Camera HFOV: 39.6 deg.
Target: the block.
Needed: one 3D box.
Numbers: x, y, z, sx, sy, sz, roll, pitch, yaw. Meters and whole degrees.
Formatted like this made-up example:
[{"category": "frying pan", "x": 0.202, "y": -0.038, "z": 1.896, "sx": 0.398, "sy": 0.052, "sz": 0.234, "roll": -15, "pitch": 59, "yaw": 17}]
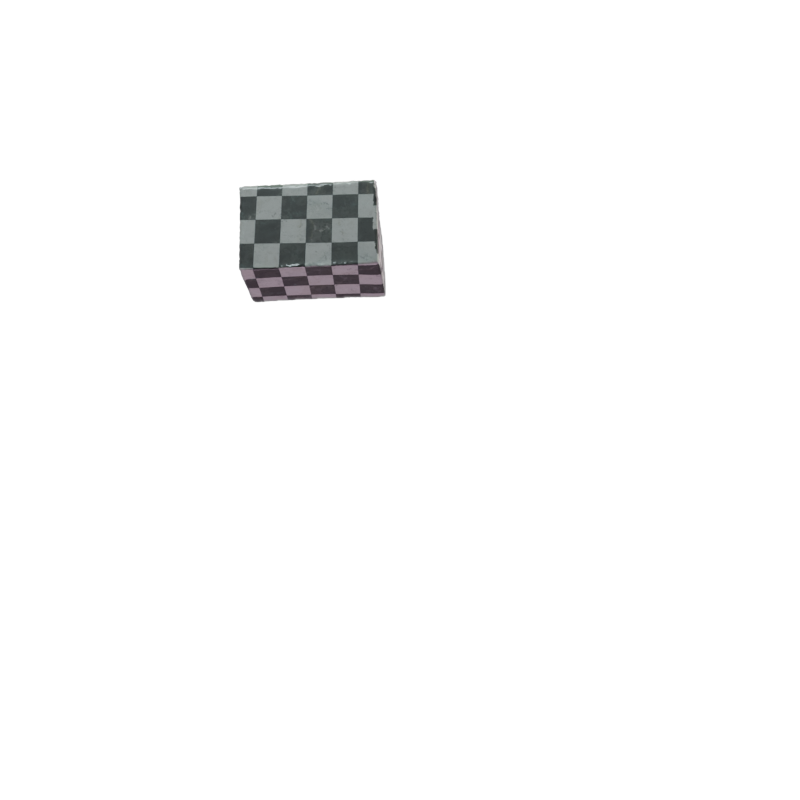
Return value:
[{"category": "block", "x": -0.049, "y": -0.088, "z": 0.620, "sx": 0.078, "sy": 0.054, "sz": 0.050, "roll": -2, "pitch": -19, "yaw": 4}]
